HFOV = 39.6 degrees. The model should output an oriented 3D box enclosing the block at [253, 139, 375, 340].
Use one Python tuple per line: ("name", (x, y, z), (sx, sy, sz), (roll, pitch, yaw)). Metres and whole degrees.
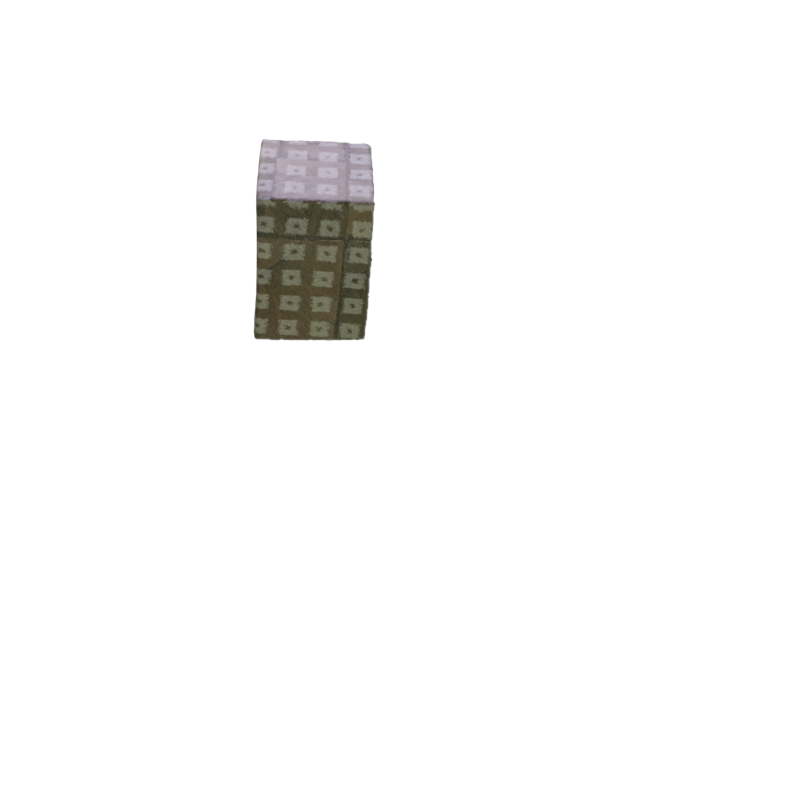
("block", (-0.040, -0.073, 0.509), (0.052, 0.073, 0.055), (3, 37, -4))
